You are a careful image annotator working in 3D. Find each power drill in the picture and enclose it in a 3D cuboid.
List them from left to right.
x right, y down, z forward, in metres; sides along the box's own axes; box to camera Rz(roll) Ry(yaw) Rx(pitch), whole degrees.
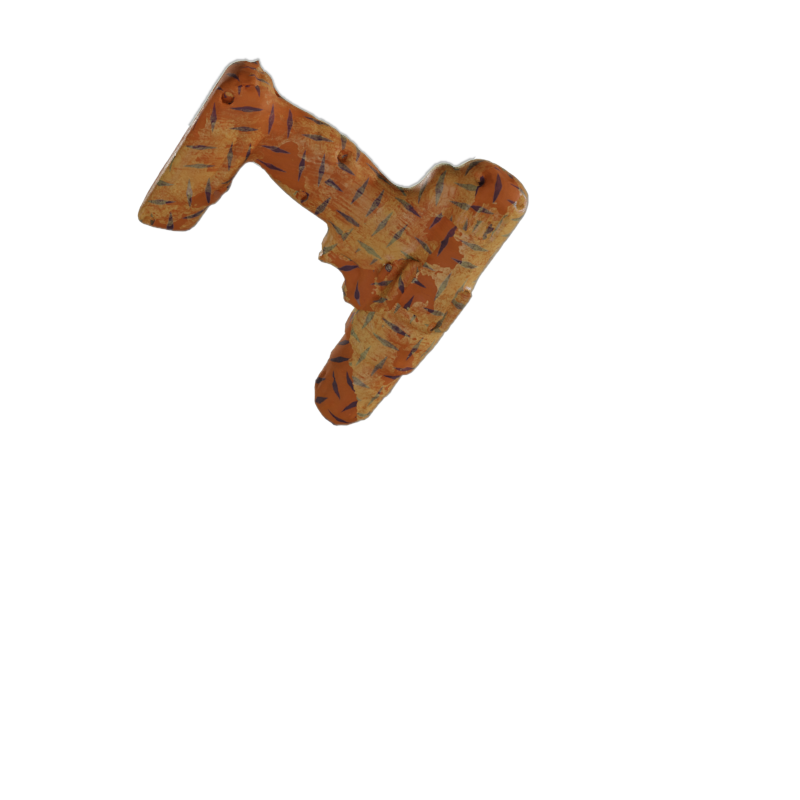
[{"bbox_3d":[-0.049,-0.090,0.628,0.182,0.180,0.060,30,20,-13],"label":"power drill"}]
